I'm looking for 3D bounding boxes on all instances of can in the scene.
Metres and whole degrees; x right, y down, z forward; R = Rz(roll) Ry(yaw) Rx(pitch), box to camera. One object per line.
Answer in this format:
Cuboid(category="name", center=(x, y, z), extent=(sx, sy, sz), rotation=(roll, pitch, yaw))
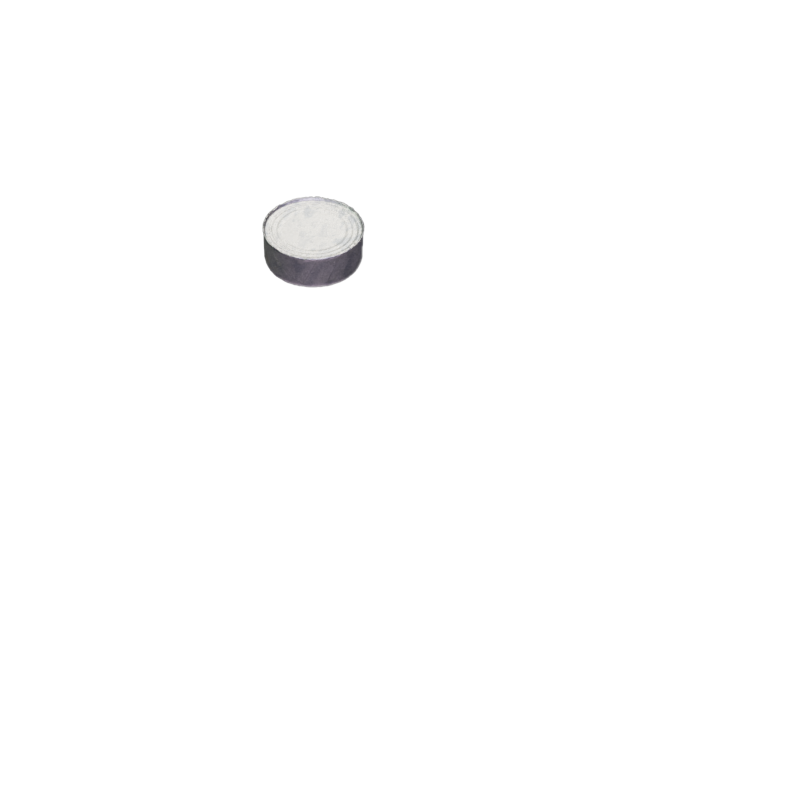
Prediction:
Cuboid(category="can", center=(-0.074, -0.134, 0.940), extent=(0.086, 0.031, 0.092), rotation=(-1, 43, -2))
